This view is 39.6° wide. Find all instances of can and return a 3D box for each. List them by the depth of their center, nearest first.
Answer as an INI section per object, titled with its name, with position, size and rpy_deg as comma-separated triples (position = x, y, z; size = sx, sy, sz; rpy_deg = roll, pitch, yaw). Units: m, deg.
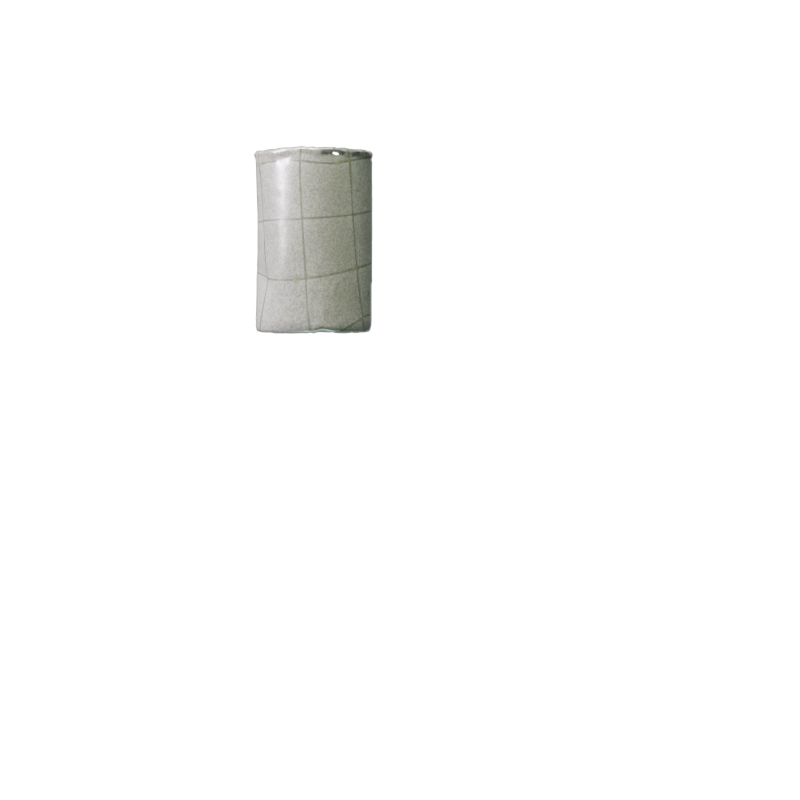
[can]
position = -0.049, -0.090, 0.632
size = 0.068, 0.102, 0.069
rpy_deg = 0, 1, -2
